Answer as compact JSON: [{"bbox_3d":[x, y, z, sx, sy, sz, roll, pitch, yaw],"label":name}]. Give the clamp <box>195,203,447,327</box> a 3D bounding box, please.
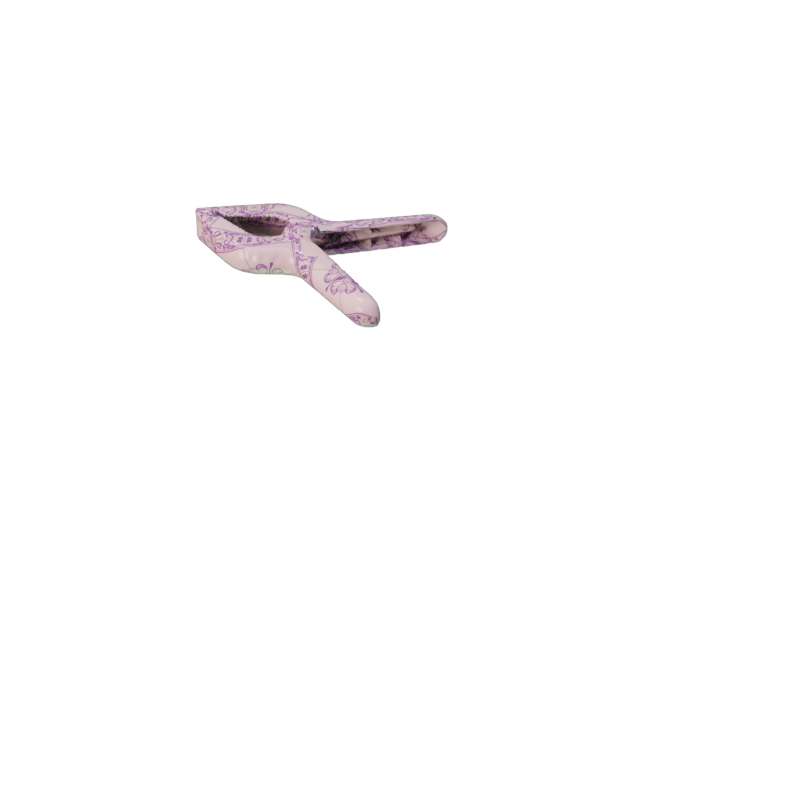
[{"bbox_3d":[-0.073,-0.133,0.931,0.220,0.034,0.167,18,38,25],"label":"clamp"}]
